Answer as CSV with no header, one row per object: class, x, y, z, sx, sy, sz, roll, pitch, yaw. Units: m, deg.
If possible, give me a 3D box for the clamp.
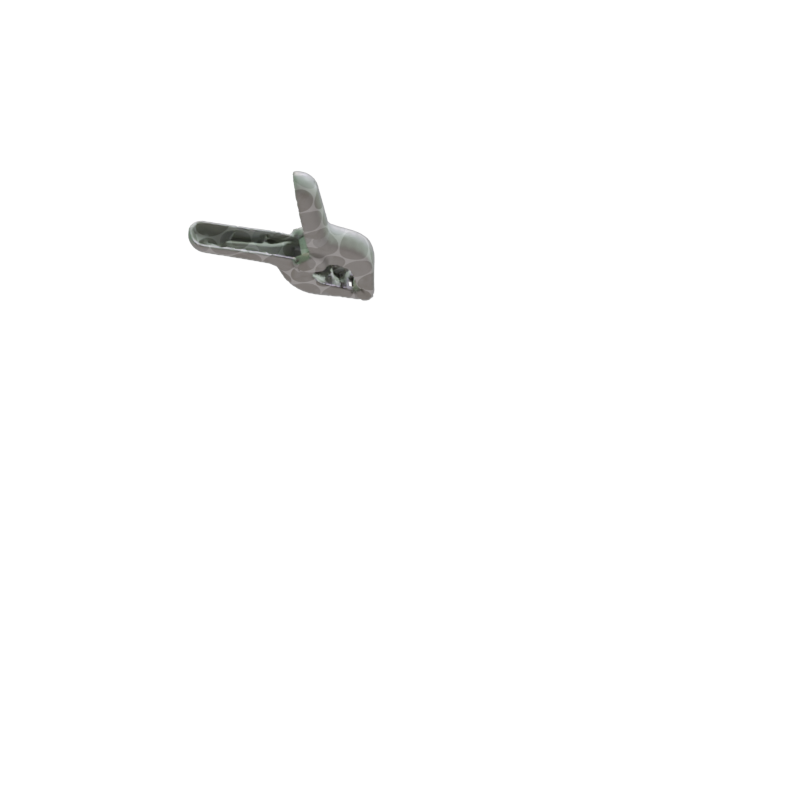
clamp,-0.069,-0.127,0.886,0.161,0.041,0.121,18,-27,-41
